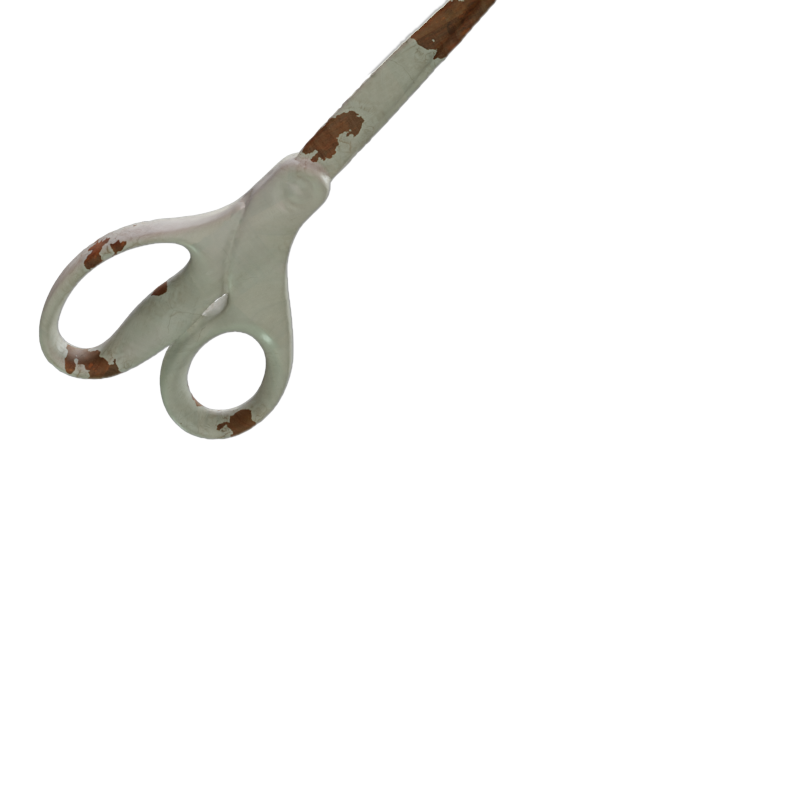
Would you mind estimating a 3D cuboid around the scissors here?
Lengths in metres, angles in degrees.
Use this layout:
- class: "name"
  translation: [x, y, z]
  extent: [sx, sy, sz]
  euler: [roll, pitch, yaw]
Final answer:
- class: "scissors"
  translation: [-0.029, -0.053, 0.368]
  extent: [0.201, 0.091, 0.017]
  euler: [-28, 25, 15]
